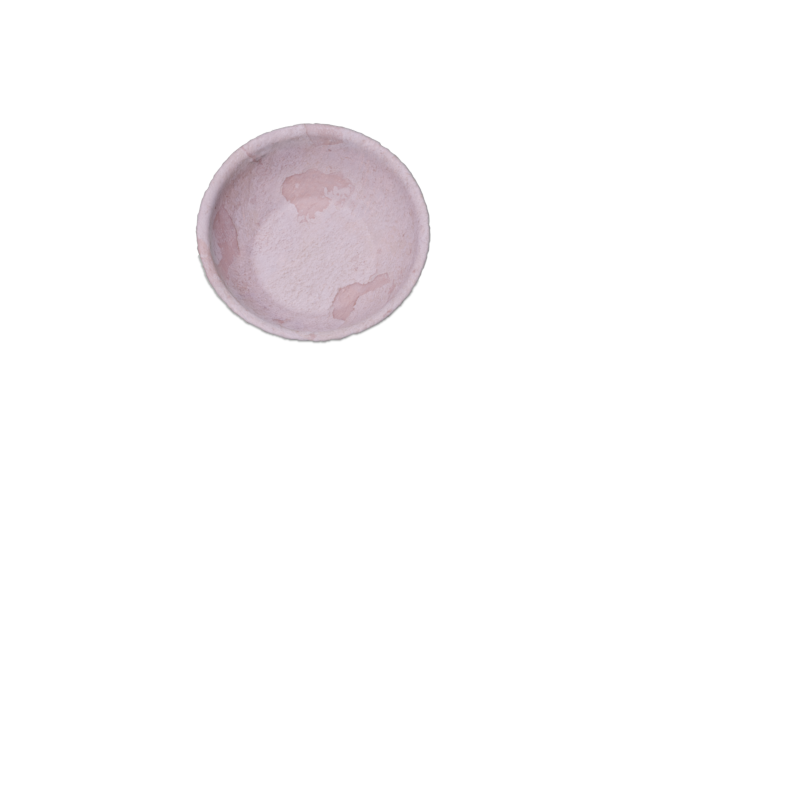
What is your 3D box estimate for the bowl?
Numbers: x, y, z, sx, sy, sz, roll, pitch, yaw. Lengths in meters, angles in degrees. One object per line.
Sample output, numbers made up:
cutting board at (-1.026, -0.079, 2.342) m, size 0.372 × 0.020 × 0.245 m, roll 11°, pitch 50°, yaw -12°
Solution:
bowl at (-0.062, -0.112, 0.786) m, size 0.162 × 0.170 × 0.053 m, roll -1°, pitch -20°, yaw -1°
